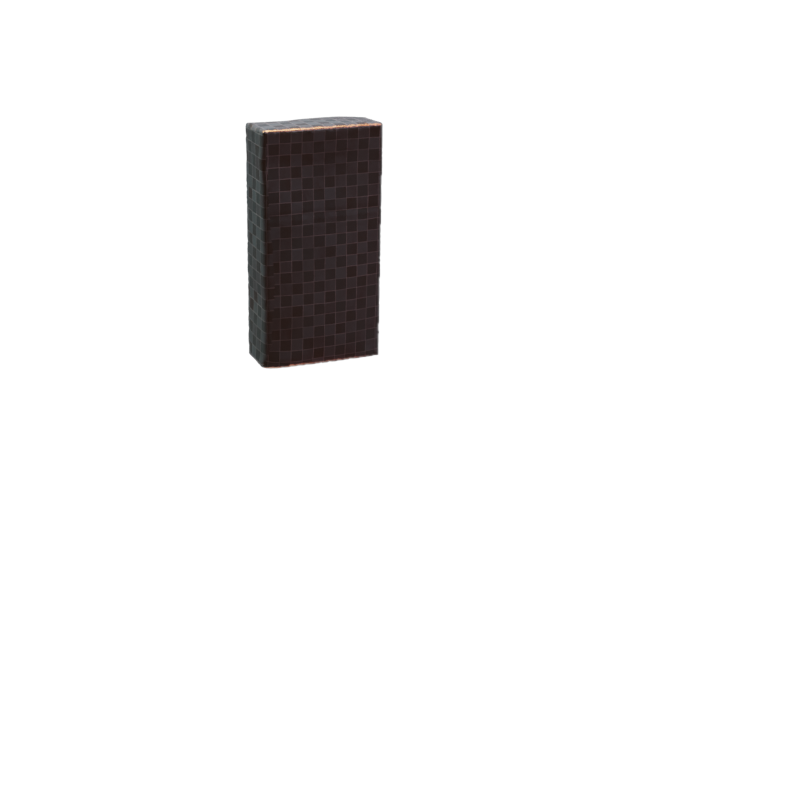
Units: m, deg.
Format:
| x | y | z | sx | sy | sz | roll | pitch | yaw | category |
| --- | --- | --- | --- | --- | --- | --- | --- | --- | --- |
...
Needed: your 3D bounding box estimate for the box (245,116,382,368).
| x | y | z | sx | sy | sz | roll | pitch | yaw | category |
| --- | --- | --- | --- | --- | --- | --- | --- | --- | --- |
| -0.063 | -0.115 | 0.804 | 0.091 | 0.170 | 0.051 | -6 | 16 | -23 | box |
